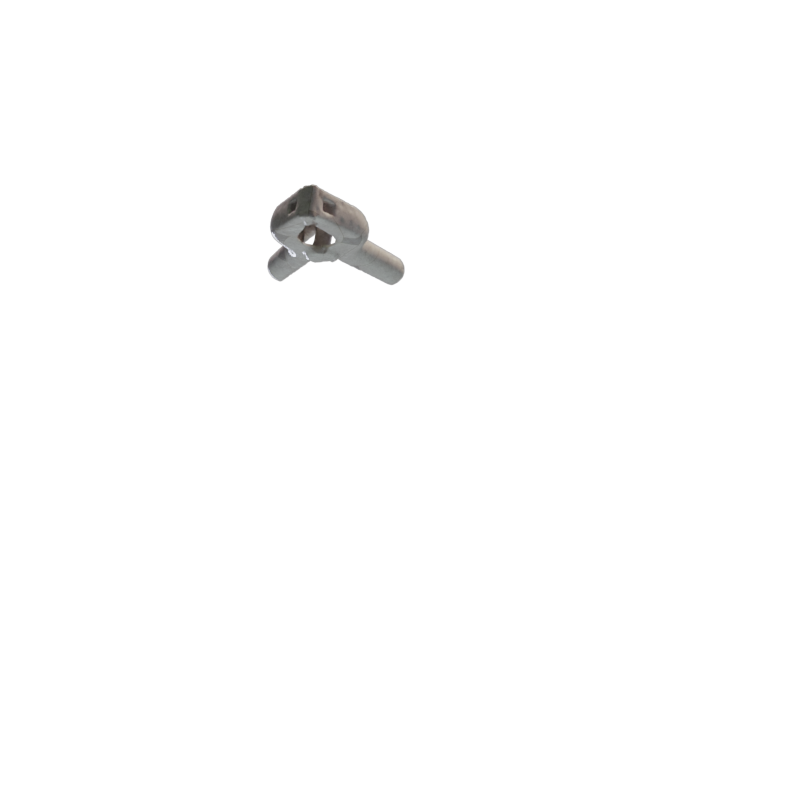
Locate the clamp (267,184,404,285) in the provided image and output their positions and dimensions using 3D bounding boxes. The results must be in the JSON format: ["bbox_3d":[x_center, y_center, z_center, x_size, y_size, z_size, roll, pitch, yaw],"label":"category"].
[{"bbox_3d":[-0.072,-0.131,0.919,0.122,0.041,0.161,-5,-19,14],"label":"clamp"}]
